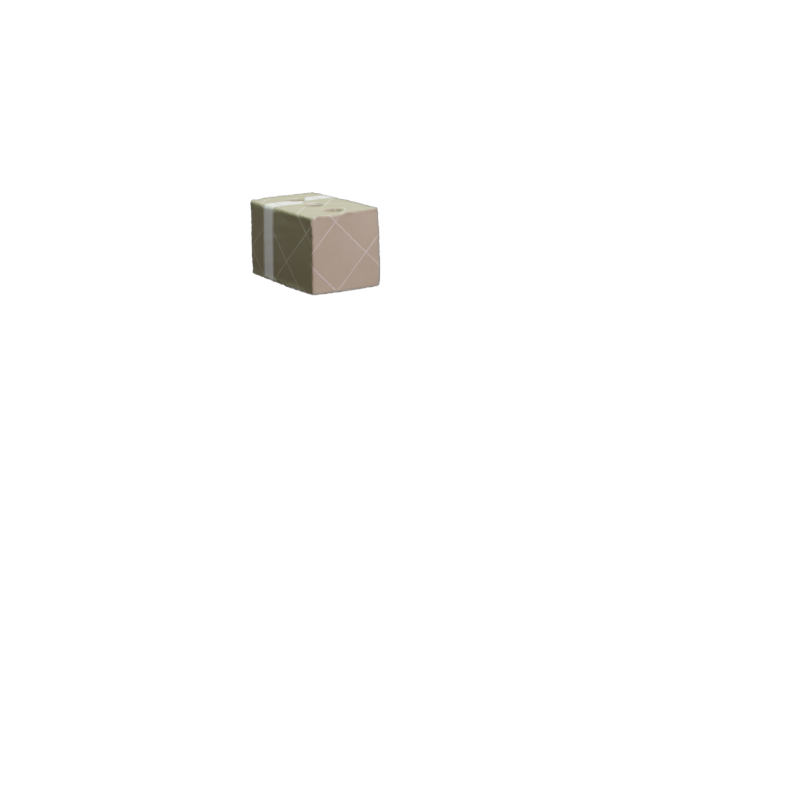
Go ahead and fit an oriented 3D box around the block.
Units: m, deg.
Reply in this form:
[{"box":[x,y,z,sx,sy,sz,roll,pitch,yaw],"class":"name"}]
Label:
[{"box":[-0.057,-0.103,0.722,0.051,0.050,0.083,-11,21,-35],"class":"block"}]
